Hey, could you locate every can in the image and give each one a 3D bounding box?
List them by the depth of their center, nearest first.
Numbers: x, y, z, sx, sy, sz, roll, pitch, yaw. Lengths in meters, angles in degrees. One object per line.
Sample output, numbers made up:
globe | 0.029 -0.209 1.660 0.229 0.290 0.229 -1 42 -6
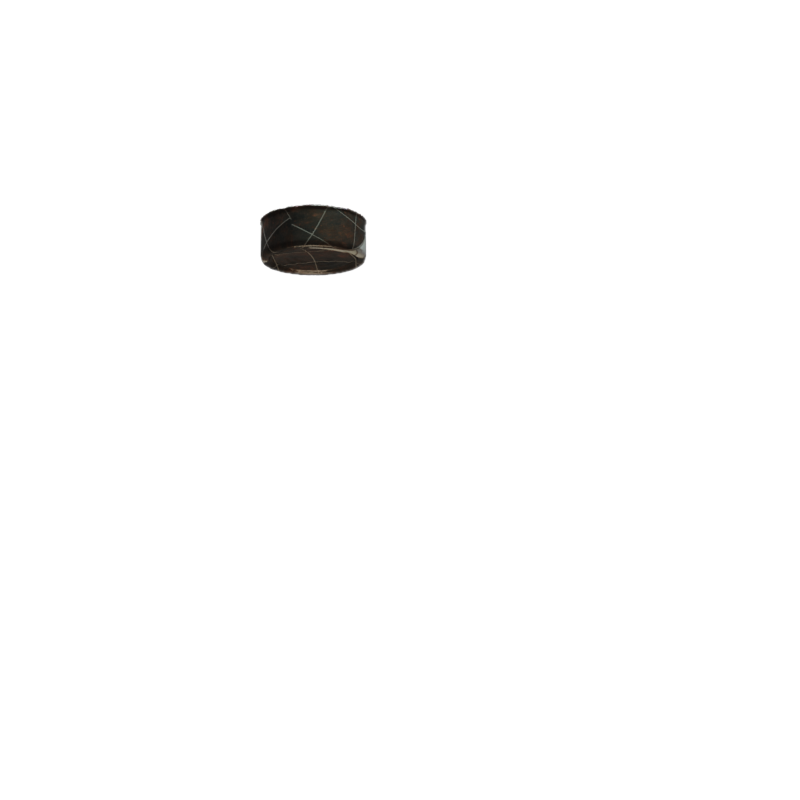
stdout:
can | -0.069 -0.127 0.888 0.086 0.035 0.083 0 -11 -2
